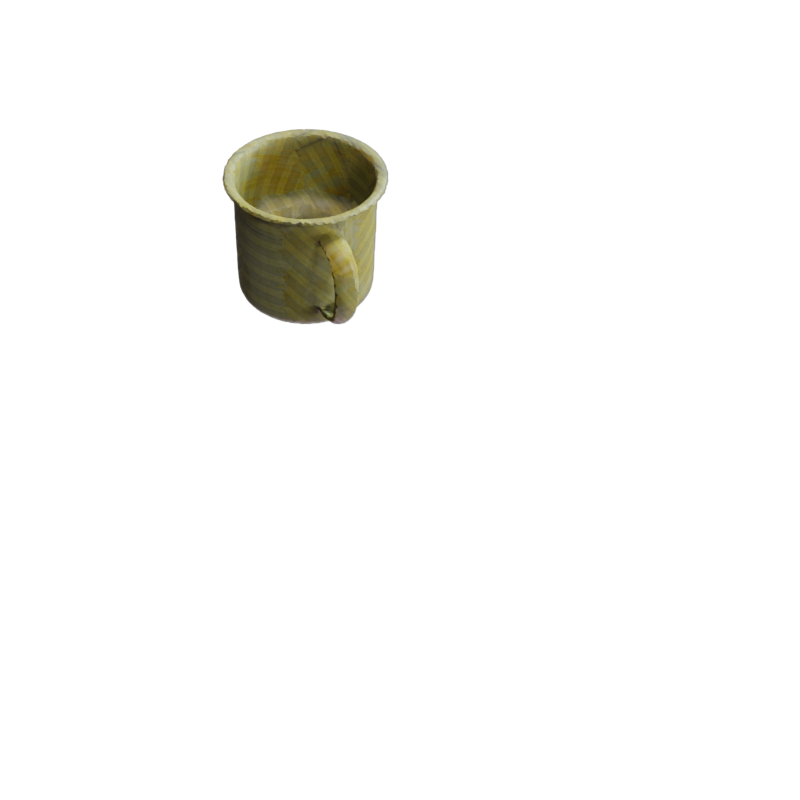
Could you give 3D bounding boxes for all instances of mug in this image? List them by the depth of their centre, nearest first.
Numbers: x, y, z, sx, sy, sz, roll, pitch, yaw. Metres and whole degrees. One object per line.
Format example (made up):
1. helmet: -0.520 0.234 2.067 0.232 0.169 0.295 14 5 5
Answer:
1. mug: -0.050 -0.091 0.637 0.092 0.076 0.127 -16 45 -18
